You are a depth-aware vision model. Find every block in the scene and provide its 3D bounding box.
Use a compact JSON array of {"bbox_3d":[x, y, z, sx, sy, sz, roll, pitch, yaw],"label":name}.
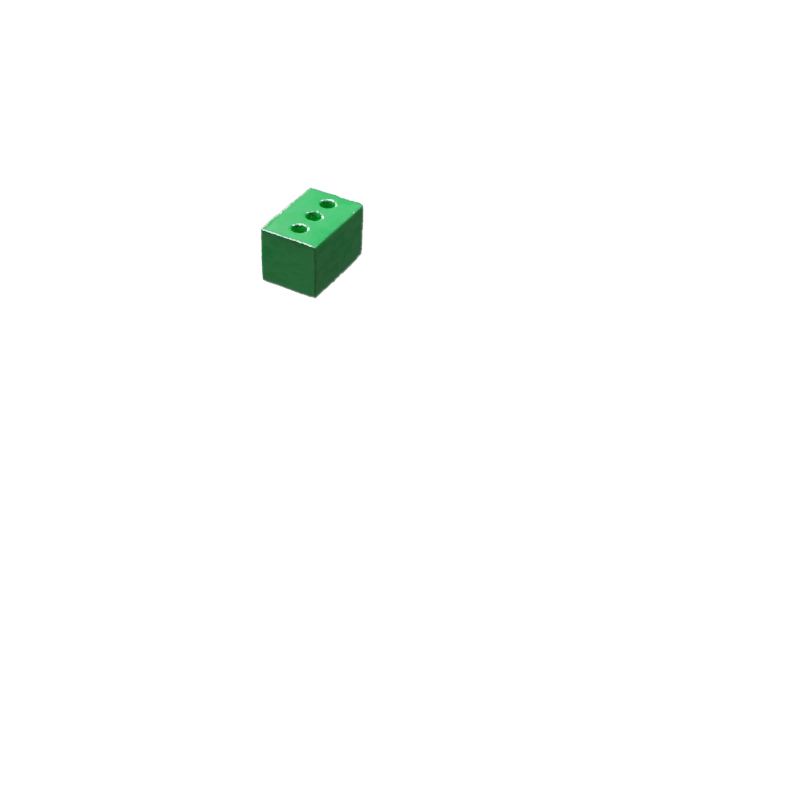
[{"bbox_3d":[-0.071,-0.129,0.902,0.055,0.048,0.080,19,41,21],"label":"block"}]
